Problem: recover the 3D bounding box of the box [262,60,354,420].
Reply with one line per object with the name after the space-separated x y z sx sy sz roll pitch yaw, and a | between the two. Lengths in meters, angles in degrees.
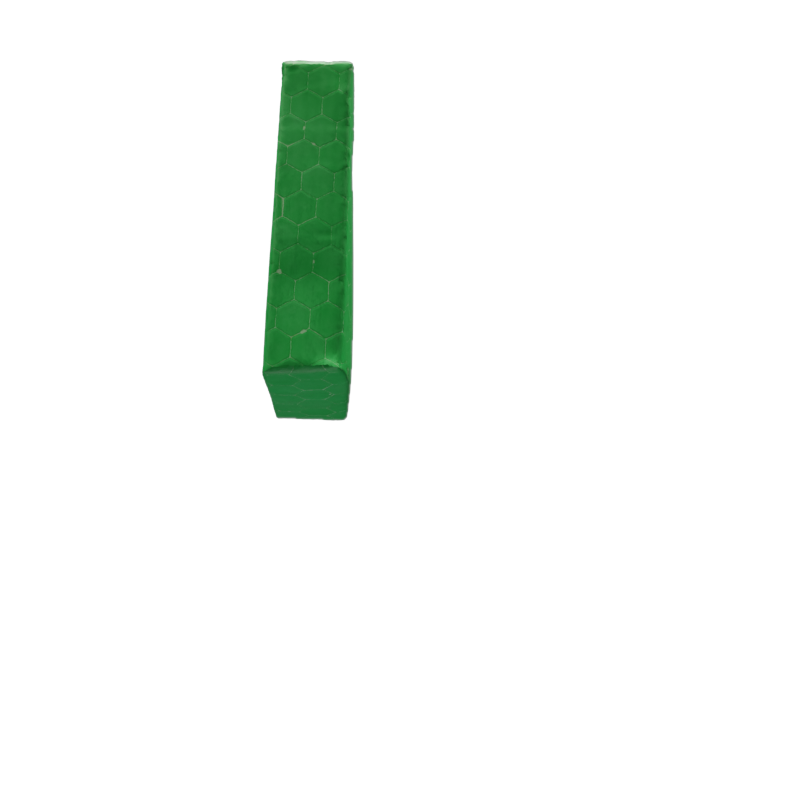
-0.048 -0.086 0.604 0.048 0.185 0.089 -1 -21 -2 | box
